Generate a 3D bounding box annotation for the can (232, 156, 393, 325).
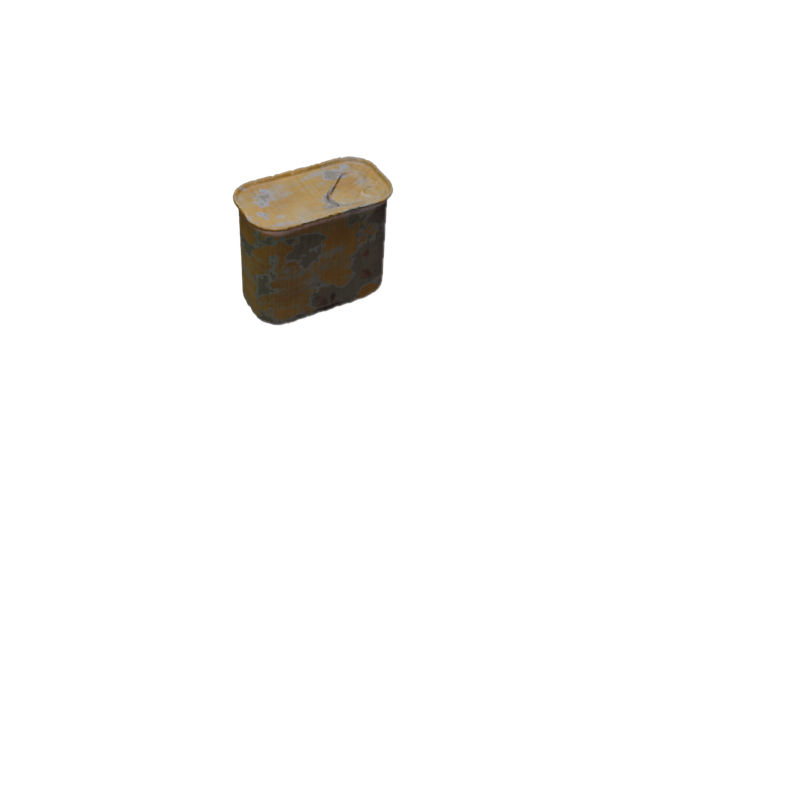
[{"bbox_3d":[-0.058,-0.106,0.742,0.101,0.078,0.062,-19,45,-22],"label":"can"}]
